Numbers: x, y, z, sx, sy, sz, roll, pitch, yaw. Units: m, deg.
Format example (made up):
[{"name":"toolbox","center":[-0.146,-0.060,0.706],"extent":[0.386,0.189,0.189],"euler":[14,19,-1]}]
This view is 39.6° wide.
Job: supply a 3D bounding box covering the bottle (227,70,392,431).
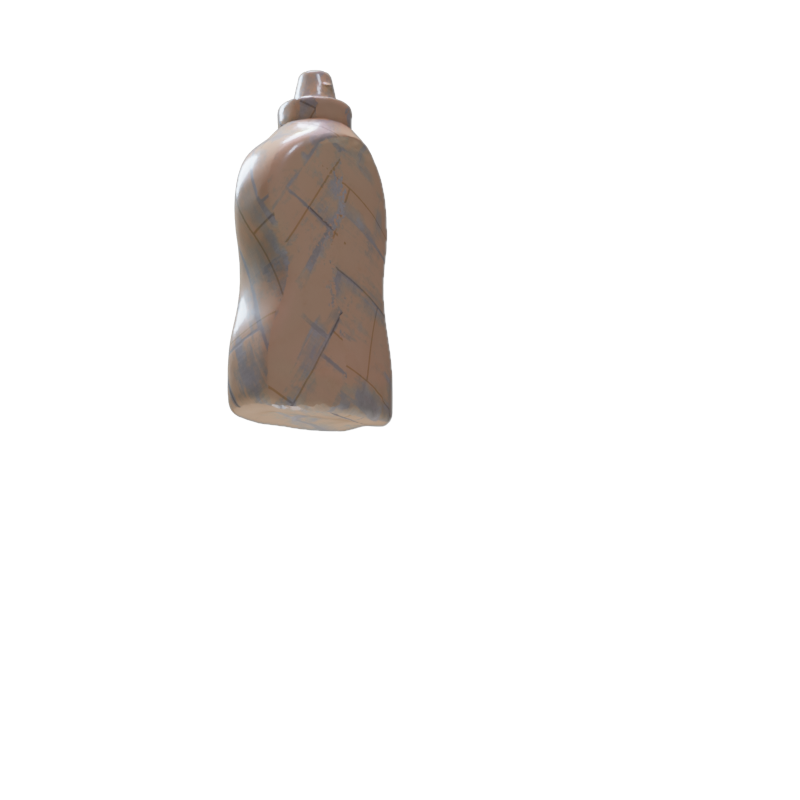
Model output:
[{"name":"bottle","center":[-0.046,-0.084,0.587],"extent":[0.059,0.199,0.091],"euler":[-15,-21,40]}]
